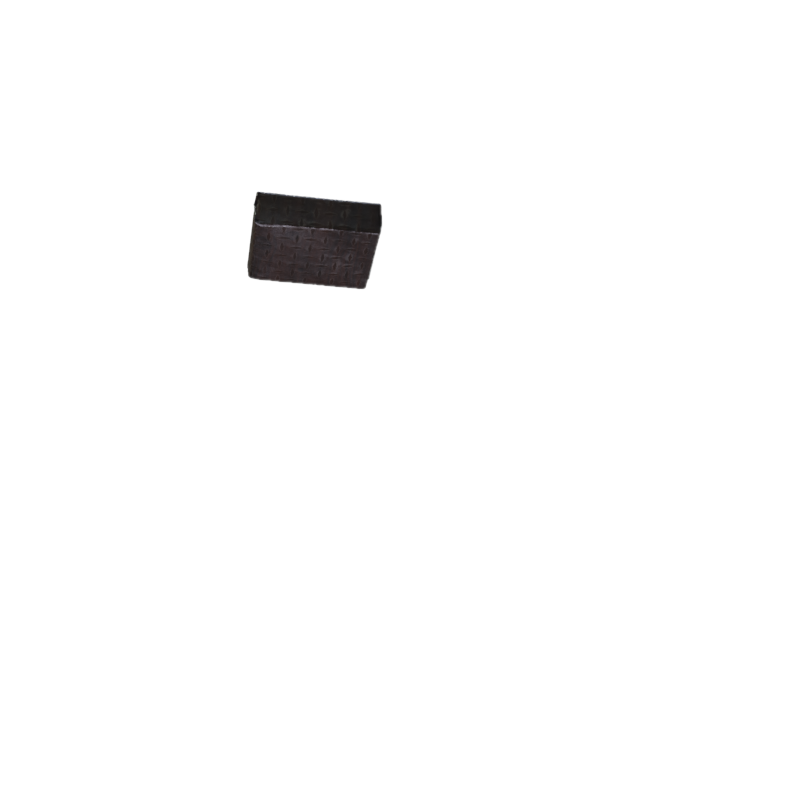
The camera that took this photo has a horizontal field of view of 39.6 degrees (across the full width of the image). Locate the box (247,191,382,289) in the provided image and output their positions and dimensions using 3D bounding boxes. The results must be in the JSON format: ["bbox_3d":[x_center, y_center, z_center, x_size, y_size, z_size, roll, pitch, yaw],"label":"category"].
[{"bbox_3d":[-0.078,-0.142,0.992,0.112,0.042,0.085,4,-32,-7],"label":"box"}]
